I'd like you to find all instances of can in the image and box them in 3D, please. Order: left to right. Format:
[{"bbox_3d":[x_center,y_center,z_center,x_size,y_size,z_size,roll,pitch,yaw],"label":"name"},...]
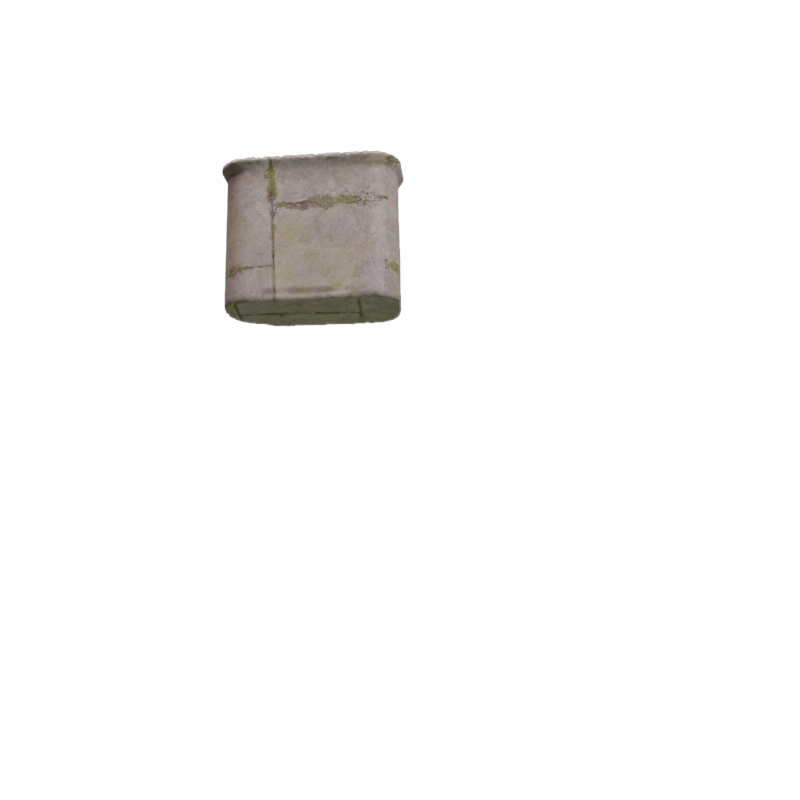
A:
[{"bbox_3d":[-0.049,-0.089,0.622,0.103,0.087,0.055,-2,-17,7],"label":"can"}]
